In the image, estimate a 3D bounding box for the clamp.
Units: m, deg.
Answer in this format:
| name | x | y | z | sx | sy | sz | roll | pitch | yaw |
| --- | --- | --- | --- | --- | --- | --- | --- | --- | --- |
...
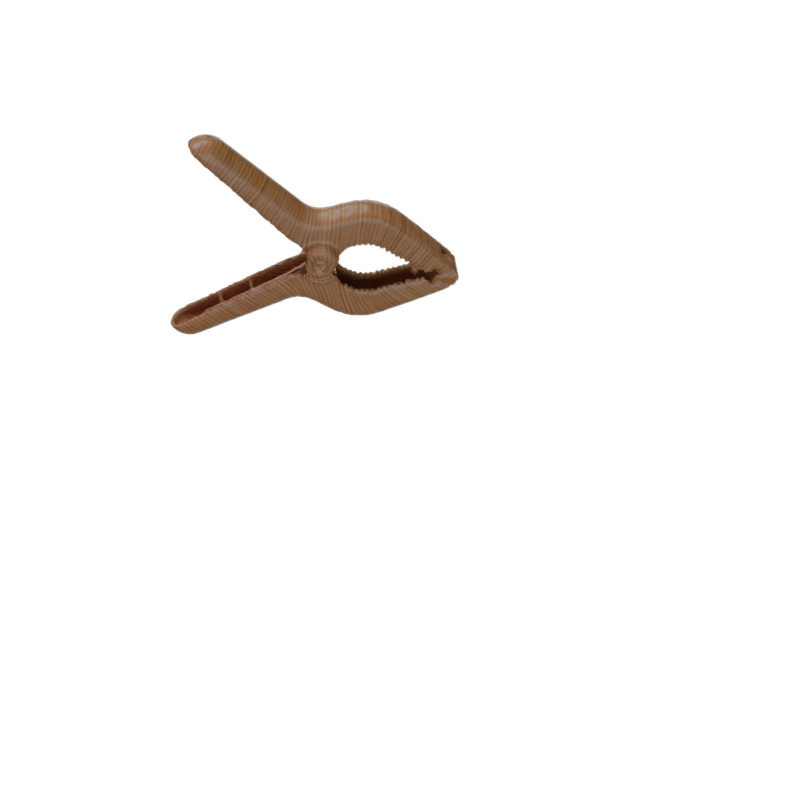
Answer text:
| name | x | y | z | sx | sy | sz | roll | pitch | yaw |
| --- | --- | --- | --- | --- | --- | --- | --- | --- | --- |
| clamp | -0.062 | -0.113 | 0.793 | 0.209 | 0.154 | 0.039 | 2 | 37 | -2 |
